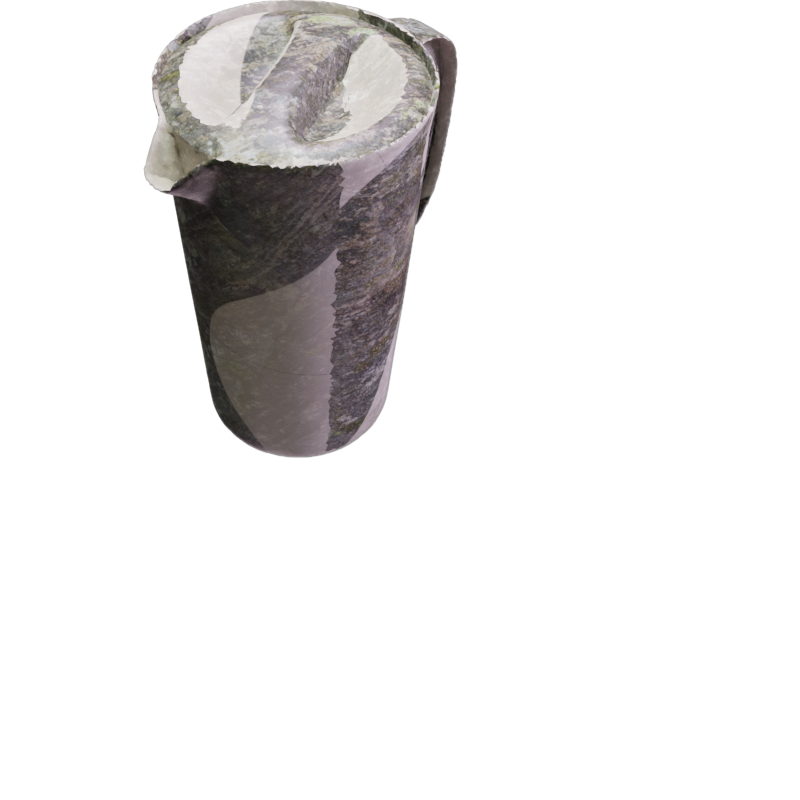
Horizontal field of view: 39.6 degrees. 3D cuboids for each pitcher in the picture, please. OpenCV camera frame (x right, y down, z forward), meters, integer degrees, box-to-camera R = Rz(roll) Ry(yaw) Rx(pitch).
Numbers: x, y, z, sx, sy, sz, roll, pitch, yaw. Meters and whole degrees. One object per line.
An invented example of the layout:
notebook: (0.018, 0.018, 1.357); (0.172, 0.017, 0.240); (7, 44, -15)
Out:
pitcher: (-0.047, -0.085, 0.598); (0.149, 0.155, 0.226); (2, -41, -2)
